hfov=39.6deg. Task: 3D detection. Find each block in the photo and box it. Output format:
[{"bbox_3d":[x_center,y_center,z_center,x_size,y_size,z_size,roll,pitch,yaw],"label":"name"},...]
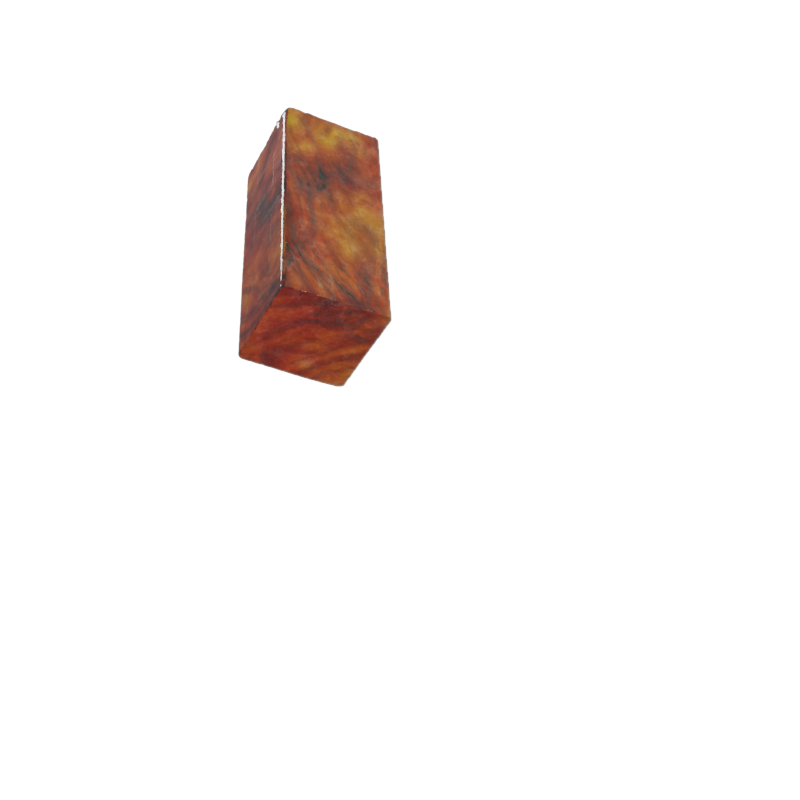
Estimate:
[{"bbox_3d":[-0.070,-0.127,0.891,0.087,0.221,0.087,16,-45,-21],"label":"block"}]
